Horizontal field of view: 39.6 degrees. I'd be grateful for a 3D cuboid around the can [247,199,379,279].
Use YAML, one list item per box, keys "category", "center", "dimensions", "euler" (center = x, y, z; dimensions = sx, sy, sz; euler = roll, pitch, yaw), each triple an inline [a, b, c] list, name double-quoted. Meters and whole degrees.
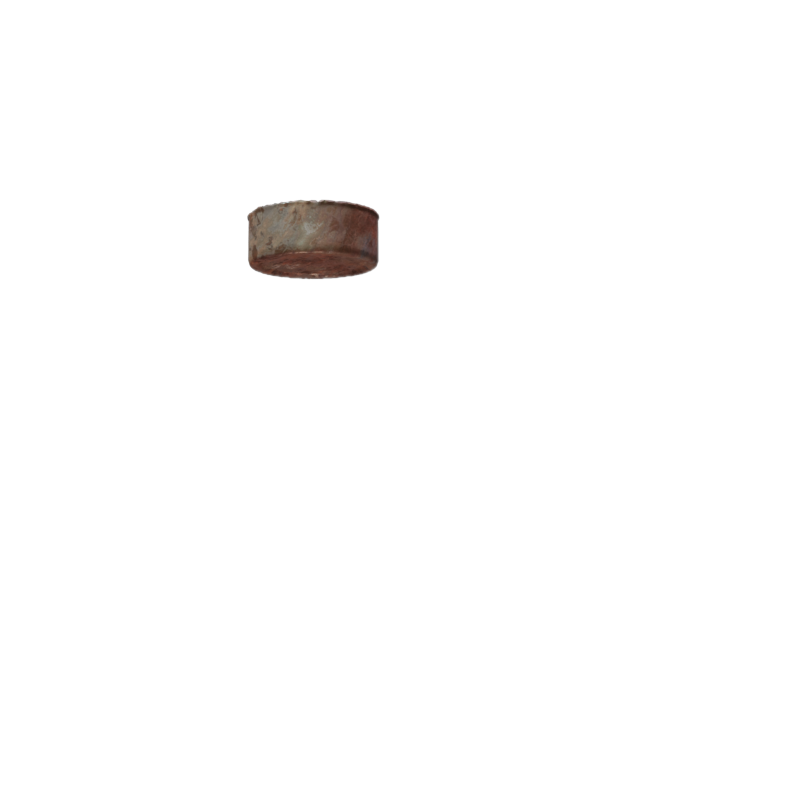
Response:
- category: "can"
  center: [-0.056, -0.102, 0.717]
  dimensions: [0.086, 0.034, 0.084]
  euler: [0, -7, -2]
